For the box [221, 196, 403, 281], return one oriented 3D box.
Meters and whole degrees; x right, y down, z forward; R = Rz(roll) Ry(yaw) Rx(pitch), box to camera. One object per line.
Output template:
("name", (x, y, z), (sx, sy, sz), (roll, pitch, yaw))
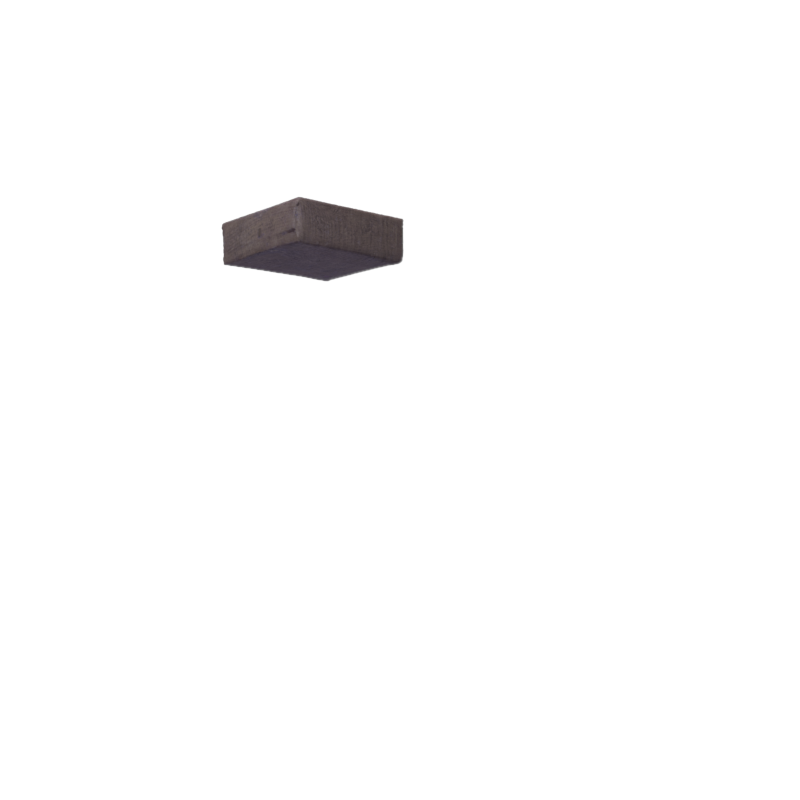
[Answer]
("box", (-0.066, -0.121, 0.849), (0.108, 0.040, 0.092), (7, -11, -44))
